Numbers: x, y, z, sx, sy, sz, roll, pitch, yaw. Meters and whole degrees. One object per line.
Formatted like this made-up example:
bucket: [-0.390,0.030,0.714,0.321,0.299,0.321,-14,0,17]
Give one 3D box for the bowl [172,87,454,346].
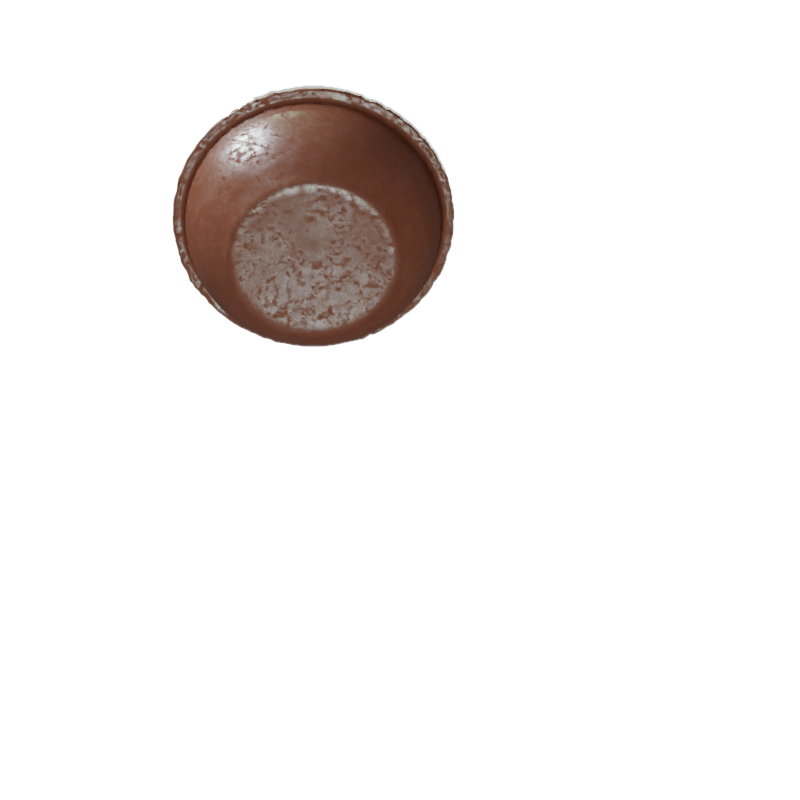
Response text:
bowl: [-0.048,-0.088,0.614,0.162,0.153,0.058,1,27,-1]
